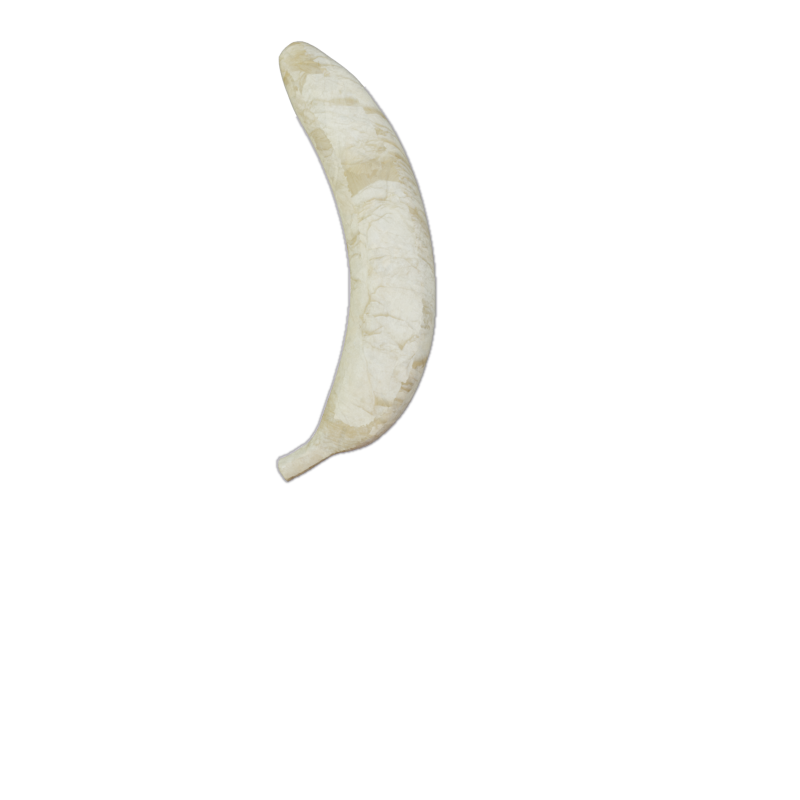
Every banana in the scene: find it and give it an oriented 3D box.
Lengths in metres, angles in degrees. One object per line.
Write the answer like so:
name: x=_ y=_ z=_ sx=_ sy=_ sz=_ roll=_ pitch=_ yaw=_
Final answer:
banana: x=-0.019 y=-0.065 z=0.484 sx=0.069 sy=0.204 sz=0.036 roll=0 pitch=-12 yaw=-1
